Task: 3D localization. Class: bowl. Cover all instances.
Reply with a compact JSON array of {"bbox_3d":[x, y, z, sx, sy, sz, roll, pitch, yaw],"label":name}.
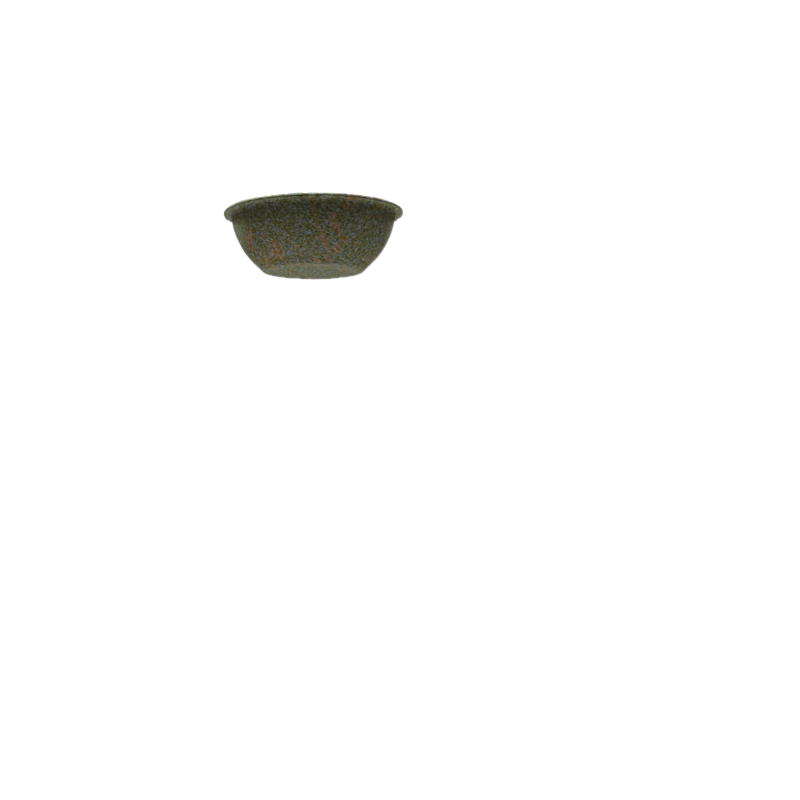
[{"bbox_3d":[-0.078,-0.142,0.992,0.162,0.056,0.160,0,-3,-2],"label":"bowl"}]
